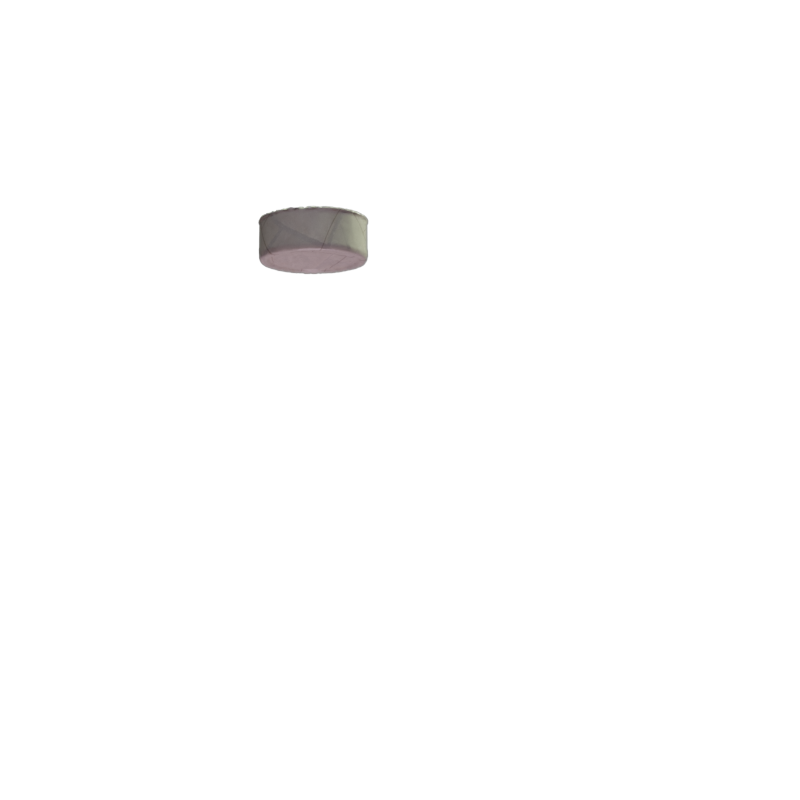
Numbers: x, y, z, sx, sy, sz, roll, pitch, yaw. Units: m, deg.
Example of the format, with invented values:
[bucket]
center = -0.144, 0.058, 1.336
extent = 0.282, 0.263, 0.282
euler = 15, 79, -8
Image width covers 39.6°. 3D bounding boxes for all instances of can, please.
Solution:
[can]
center = -0.067, -0.123, 0.859
extent = 0.086, 0.034, 0.084
euler = 0, -8, -2
